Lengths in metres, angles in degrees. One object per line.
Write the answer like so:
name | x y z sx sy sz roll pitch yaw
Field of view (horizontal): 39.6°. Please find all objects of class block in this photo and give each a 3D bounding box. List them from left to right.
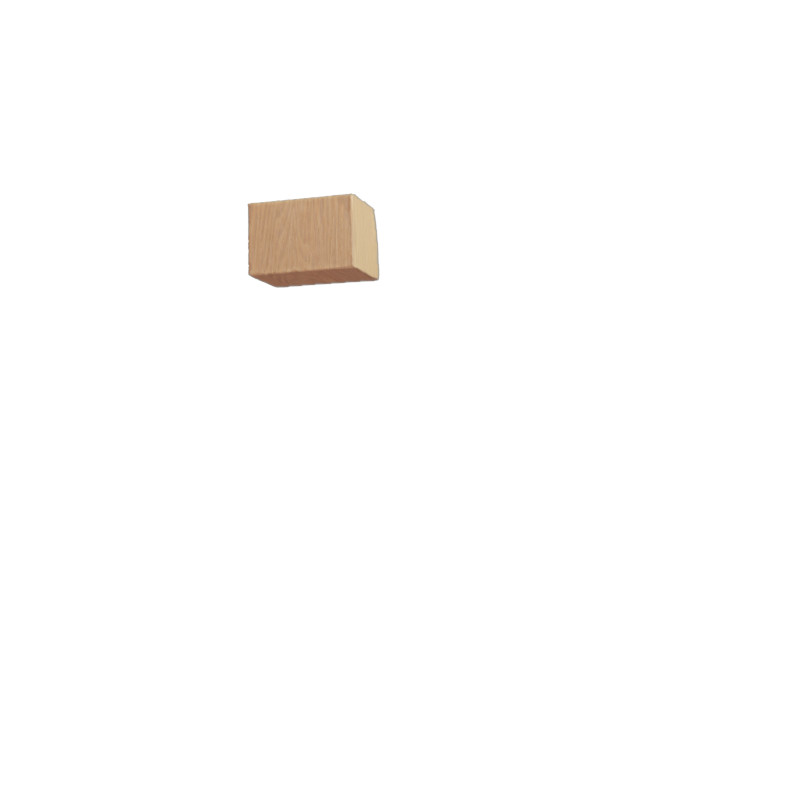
block | -0.059 -0.107 0.752 0.080 0.053 0.050 -2 -9 18
